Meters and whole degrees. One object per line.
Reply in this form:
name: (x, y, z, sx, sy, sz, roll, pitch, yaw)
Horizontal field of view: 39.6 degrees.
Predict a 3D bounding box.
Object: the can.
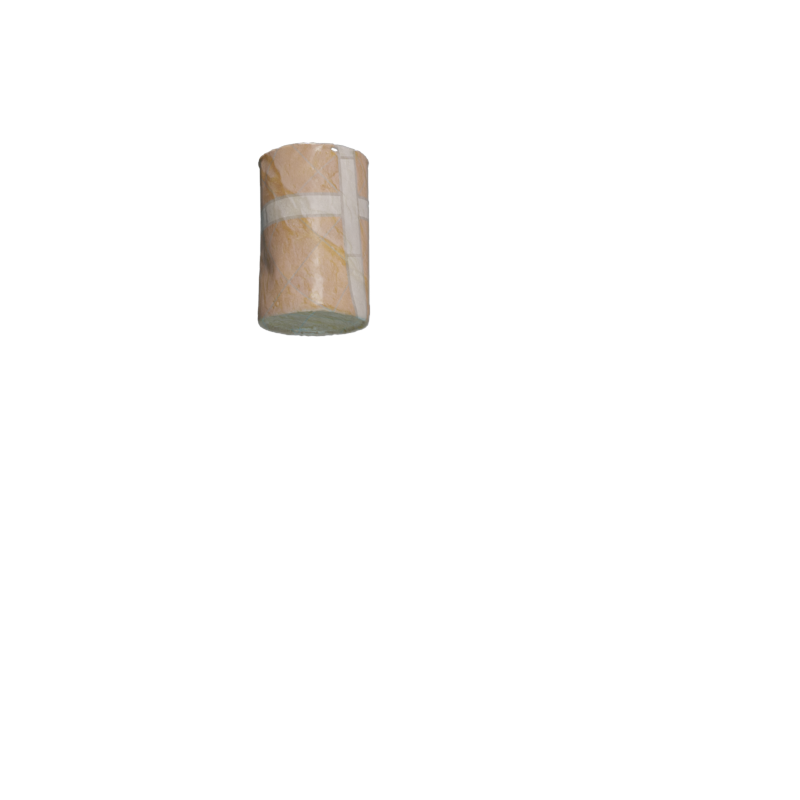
can: (-0.052, -0.095, 0.664, 0.068, 0.106, 0.066, 0, -15, -2)
